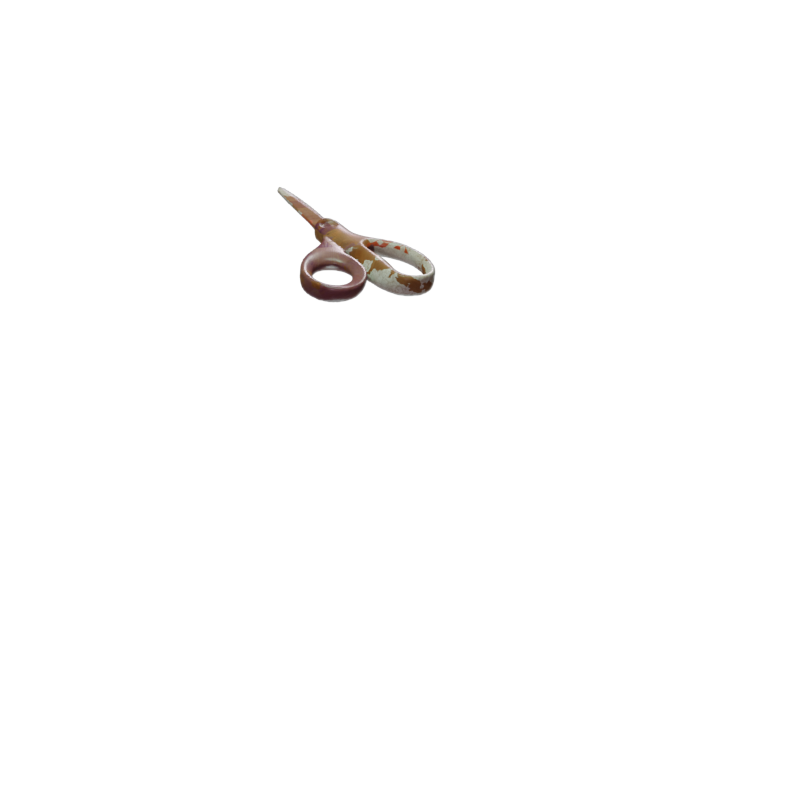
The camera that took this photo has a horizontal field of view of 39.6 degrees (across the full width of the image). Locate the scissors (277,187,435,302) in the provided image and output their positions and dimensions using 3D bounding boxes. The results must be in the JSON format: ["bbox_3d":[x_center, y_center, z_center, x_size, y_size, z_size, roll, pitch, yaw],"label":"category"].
[{"bbox_3d":[-0.061,-0.111,0.779,0.095,0.015,0.216,-22,36,-34],"label":"scissors"}]
